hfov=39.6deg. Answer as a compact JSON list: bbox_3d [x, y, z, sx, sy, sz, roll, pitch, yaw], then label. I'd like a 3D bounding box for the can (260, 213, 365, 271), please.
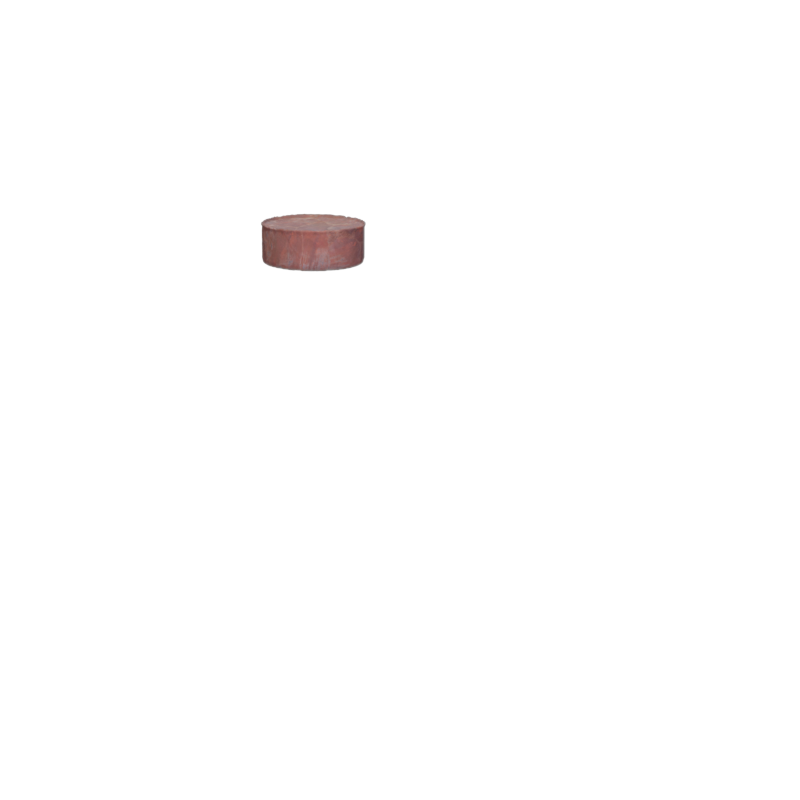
[{"bbox_3d":[-0.071,-0.130,0.910,0.086,0.032,0.089,-1,17,-2],"label":"can"}]
